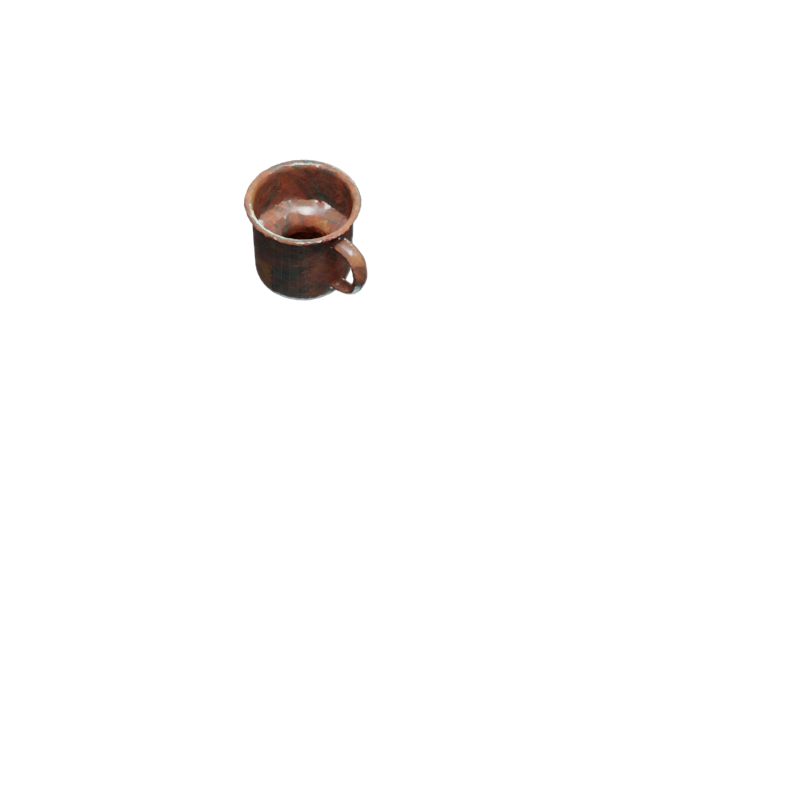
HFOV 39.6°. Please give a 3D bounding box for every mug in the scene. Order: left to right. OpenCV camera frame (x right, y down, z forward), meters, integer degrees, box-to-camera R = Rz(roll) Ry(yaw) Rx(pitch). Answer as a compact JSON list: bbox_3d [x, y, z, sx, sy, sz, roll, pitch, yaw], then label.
[{"bbox_3d":[-0.071,-0.129,0.903,0.124,0.076,0.094,38,60,25],"label":"mug"}]
